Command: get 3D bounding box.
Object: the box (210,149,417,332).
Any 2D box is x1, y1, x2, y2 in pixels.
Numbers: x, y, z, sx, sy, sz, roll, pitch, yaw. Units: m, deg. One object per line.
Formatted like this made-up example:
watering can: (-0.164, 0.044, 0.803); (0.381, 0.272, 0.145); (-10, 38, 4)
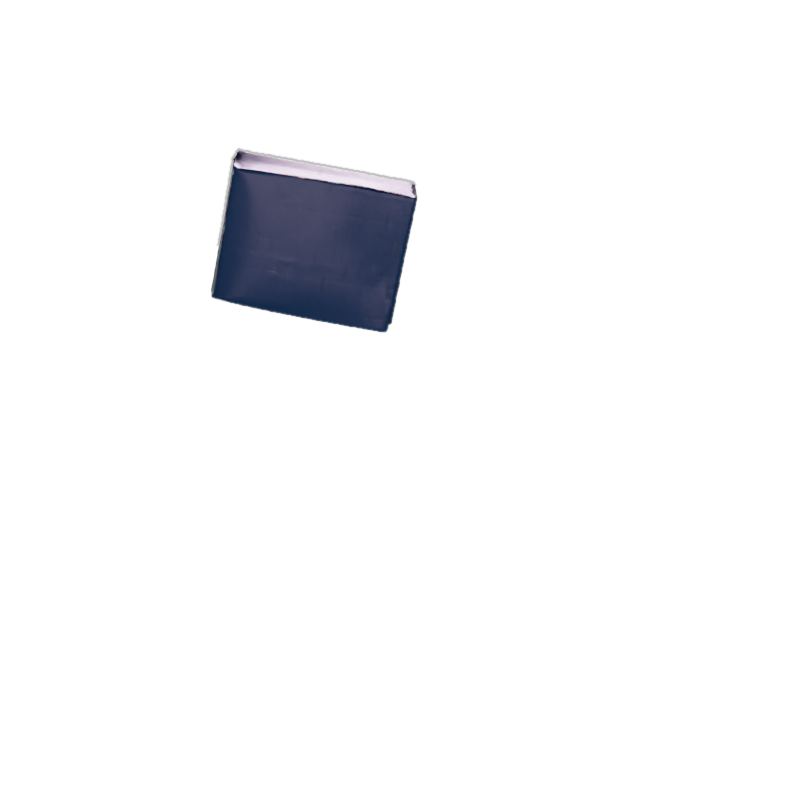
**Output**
box: (-0.053, -0.096, 0.674); (0.113, 0.086, 0.041); (10, 20, -4)
